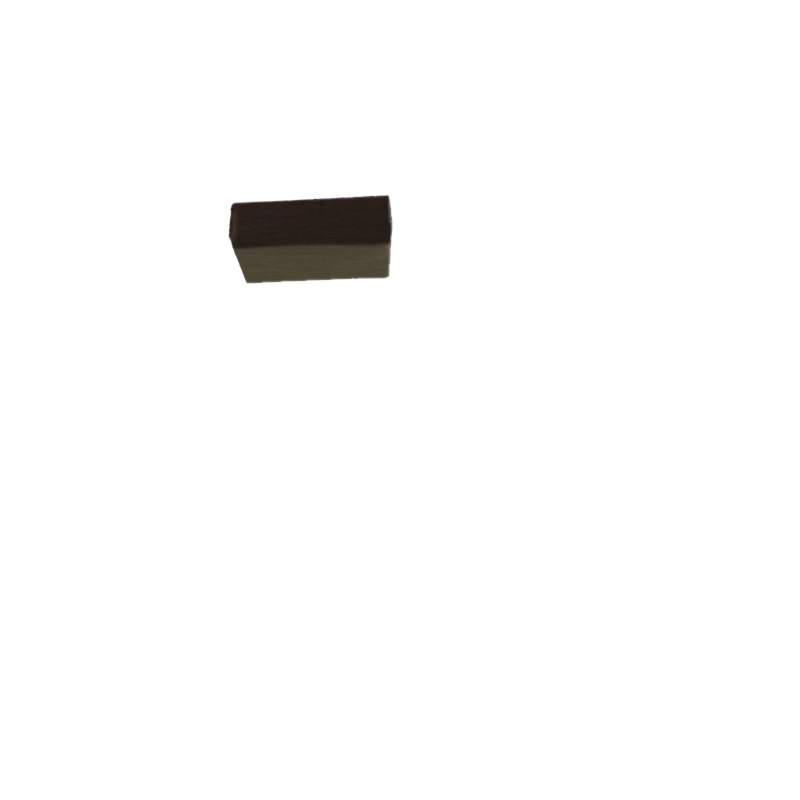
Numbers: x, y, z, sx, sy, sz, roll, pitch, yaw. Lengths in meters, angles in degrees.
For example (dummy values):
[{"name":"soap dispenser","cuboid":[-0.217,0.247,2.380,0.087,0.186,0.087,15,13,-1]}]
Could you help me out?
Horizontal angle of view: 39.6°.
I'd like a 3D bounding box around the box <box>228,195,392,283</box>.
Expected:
[{"name":"box","cuboid":[-0.063,-0.115,0.802,0.114,0.040,0.087,0,-11,1]}]
